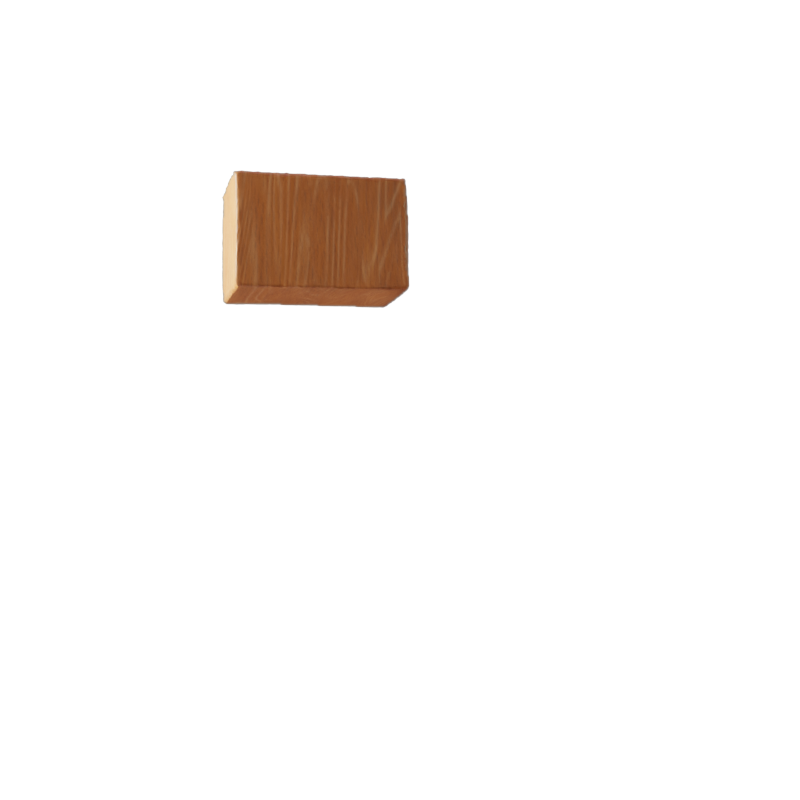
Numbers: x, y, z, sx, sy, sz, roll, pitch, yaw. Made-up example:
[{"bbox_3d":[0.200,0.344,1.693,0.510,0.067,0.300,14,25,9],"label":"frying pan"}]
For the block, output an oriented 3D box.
[{"bbox_3d":[-0.039,-0.071,0.497,0.077,0.053,0.052,1,-8,-12],"label":"block"}]
